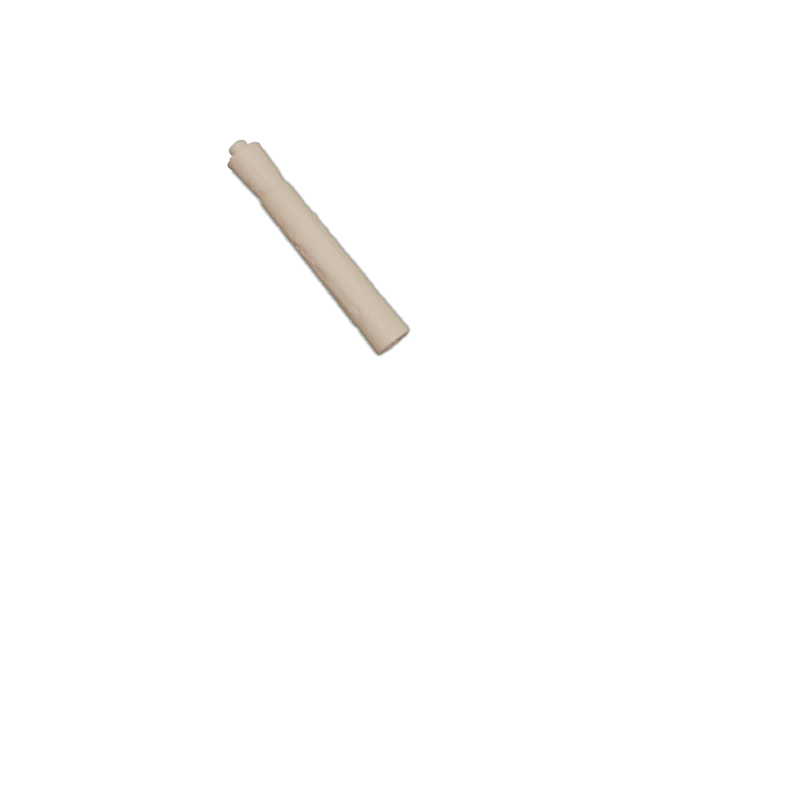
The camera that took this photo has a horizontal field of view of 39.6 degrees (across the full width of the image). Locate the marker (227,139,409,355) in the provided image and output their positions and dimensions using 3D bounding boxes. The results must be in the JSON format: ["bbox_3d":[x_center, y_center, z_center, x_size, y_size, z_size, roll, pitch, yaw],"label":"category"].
[{"bbox_3d":[-0.040,-0.074,0.515,0.020,0.125,0.019,-36,-12,-9],"label":"marker"}]
